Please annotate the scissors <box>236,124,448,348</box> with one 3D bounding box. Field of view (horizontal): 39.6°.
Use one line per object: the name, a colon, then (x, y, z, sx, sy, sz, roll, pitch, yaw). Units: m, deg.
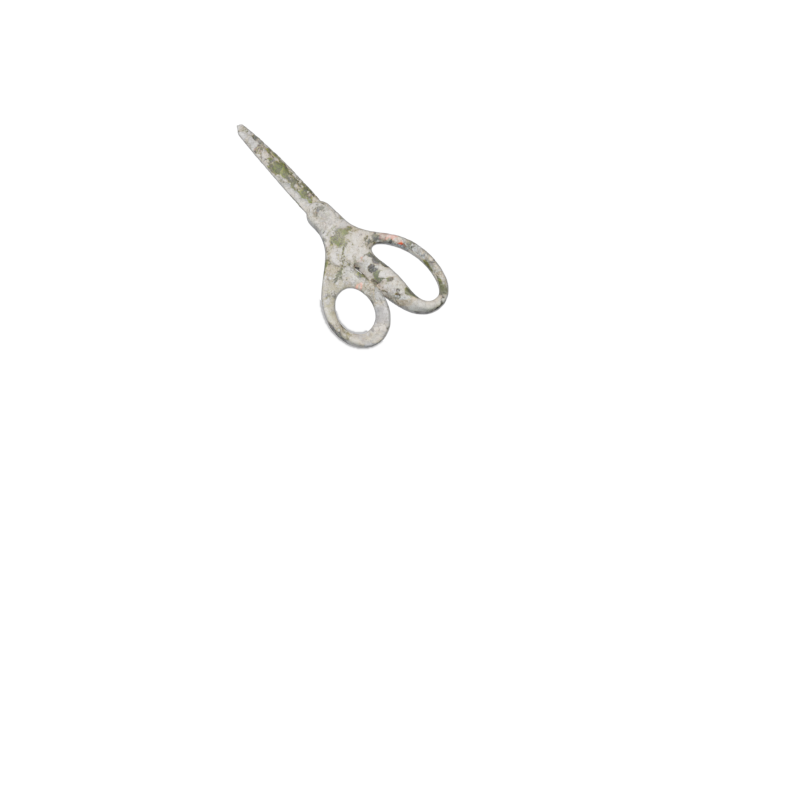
scissors: (-0.061, -0.112, 0.784, 0.208, 0.098, 0.015, 33, -20, 14)
